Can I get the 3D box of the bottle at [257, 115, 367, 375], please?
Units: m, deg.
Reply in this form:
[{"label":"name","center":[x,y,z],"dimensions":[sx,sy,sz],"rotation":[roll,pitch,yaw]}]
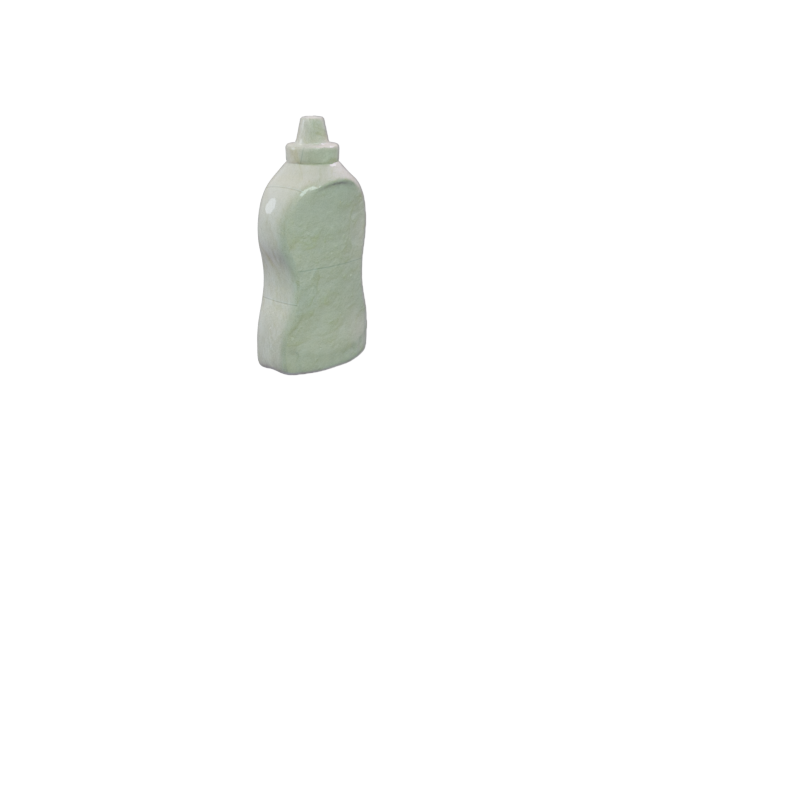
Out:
[{"label":"bottle","center":[-0.067,-0.122,0.852],"dimensions":[0.062,0.186,0.094],"rotation":[14,19,42]}]
